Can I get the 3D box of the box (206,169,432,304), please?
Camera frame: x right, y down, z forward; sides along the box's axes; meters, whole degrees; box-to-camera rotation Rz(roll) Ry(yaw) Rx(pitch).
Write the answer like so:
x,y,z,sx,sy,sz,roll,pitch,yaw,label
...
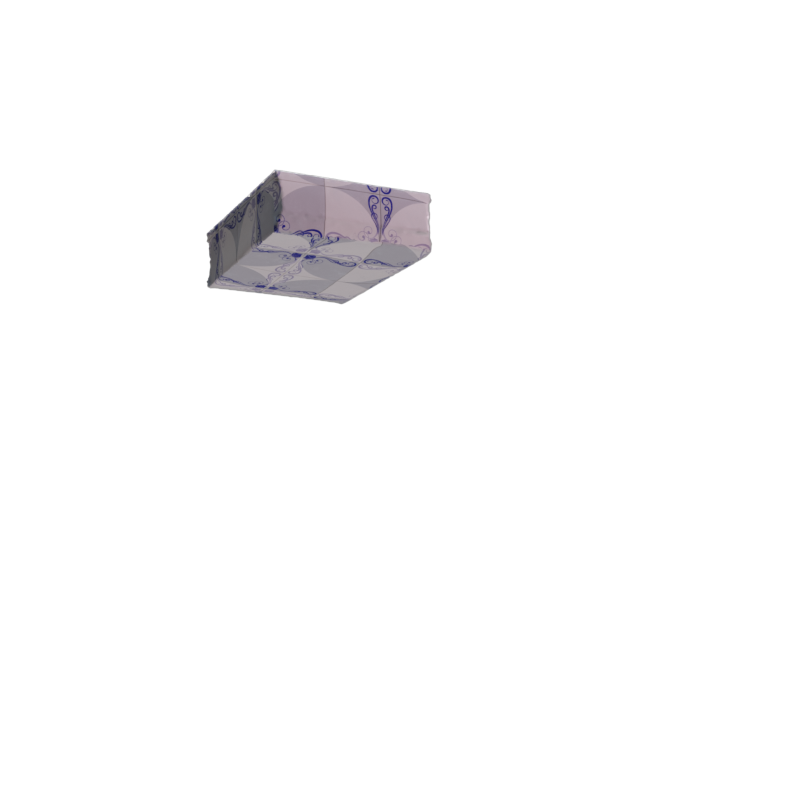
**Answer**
x,y,z,sx,sy,sz,roll,pitch,yaw,label
-0.048,-0.087,0.608,0.087,0.040,0.113,7,-15,-25,box
